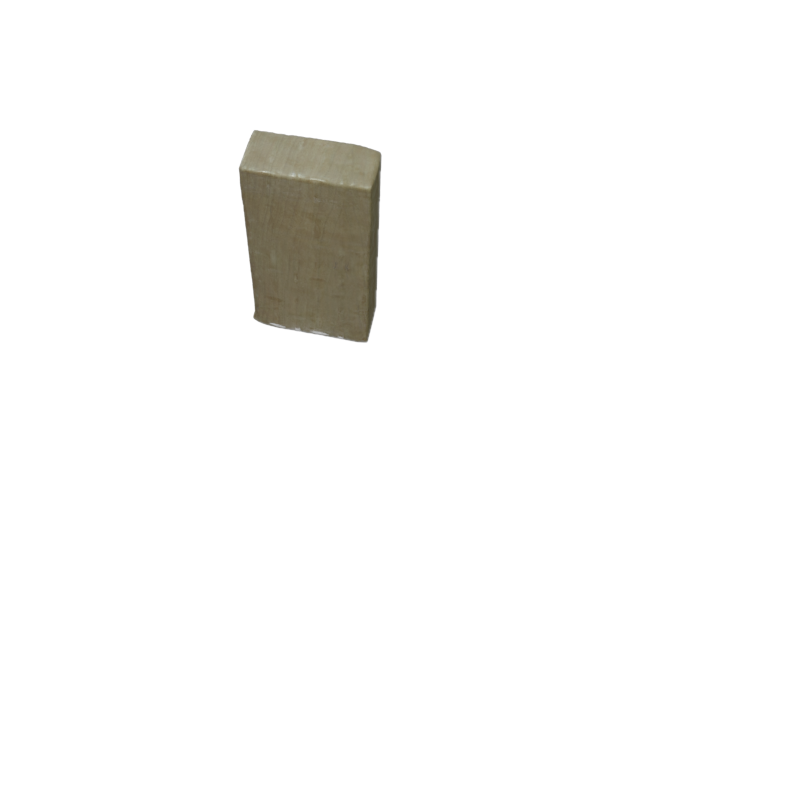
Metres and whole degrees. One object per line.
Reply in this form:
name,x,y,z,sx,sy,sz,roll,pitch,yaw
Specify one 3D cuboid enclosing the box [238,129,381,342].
box,-0.063,-0.115,0.804,0.095,0.051,0.164,12,-37,6
